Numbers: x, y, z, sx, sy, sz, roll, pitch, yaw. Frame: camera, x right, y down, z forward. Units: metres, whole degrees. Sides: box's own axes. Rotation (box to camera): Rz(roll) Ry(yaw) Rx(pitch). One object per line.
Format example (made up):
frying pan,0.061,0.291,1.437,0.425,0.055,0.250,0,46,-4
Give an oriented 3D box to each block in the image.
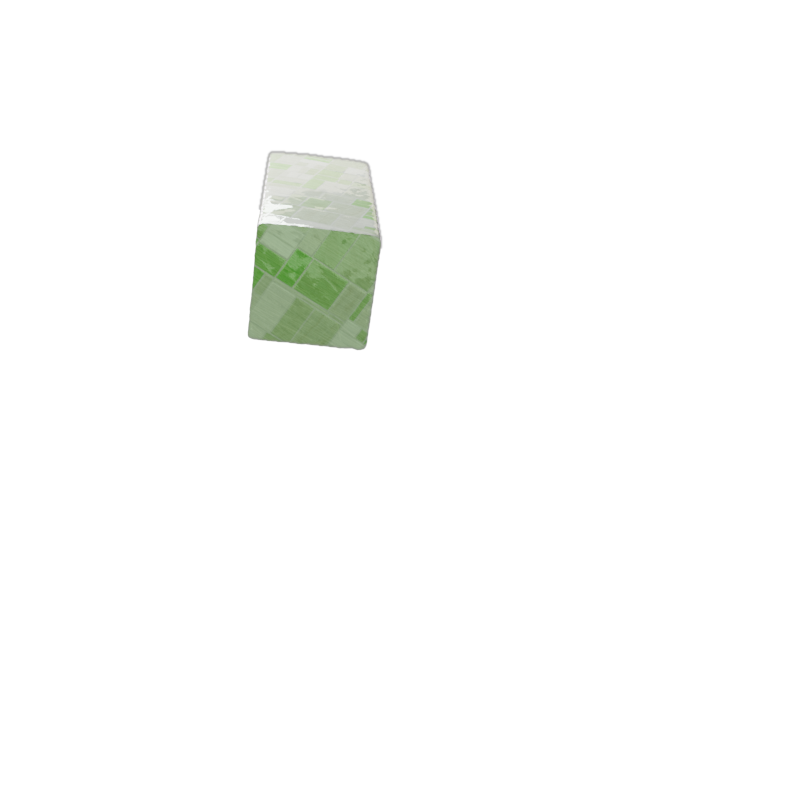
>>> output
block,-0.069,-0.127,0.888,0.089,0.087,0.217,5,24,-6
